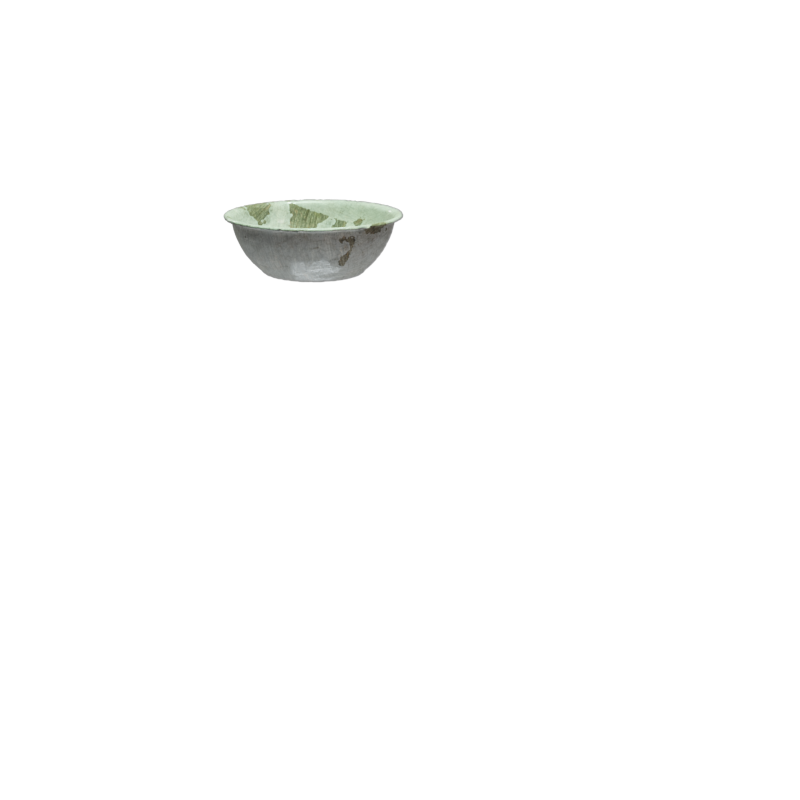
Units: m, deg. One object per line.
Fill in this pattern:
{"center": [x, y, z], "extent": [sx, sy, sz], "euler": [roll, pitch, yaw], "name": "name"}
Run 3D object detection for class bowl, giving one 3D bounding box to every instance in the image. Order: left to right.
{"center": [-0.078, -0.143, 0.999], "extent": [0.162, 0.053, 0.168], "euler": [-1, 18, -2], "name": "bowl"}
